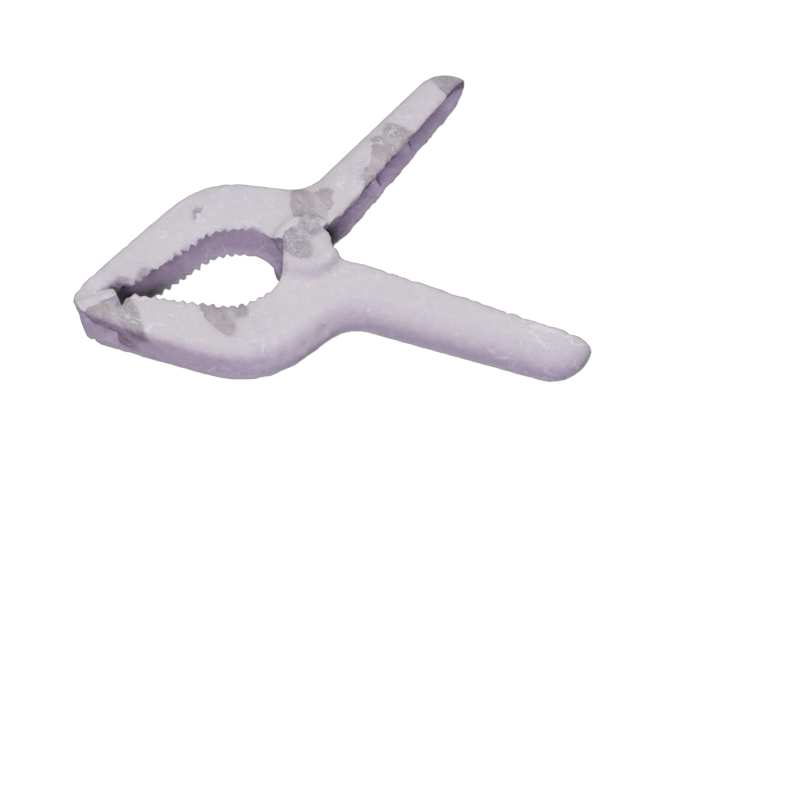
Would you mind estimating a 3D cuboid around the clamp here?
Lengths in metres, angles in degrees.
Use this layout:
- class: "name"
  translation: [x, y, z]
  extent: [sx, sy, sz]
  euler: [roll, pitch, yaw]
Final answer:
- class: "clamp"
  translation: [-0.039, -0.070, 0.494]
  extent: [0.209, 0.176, 0.034]
  euler: [-9, -31, -5]
